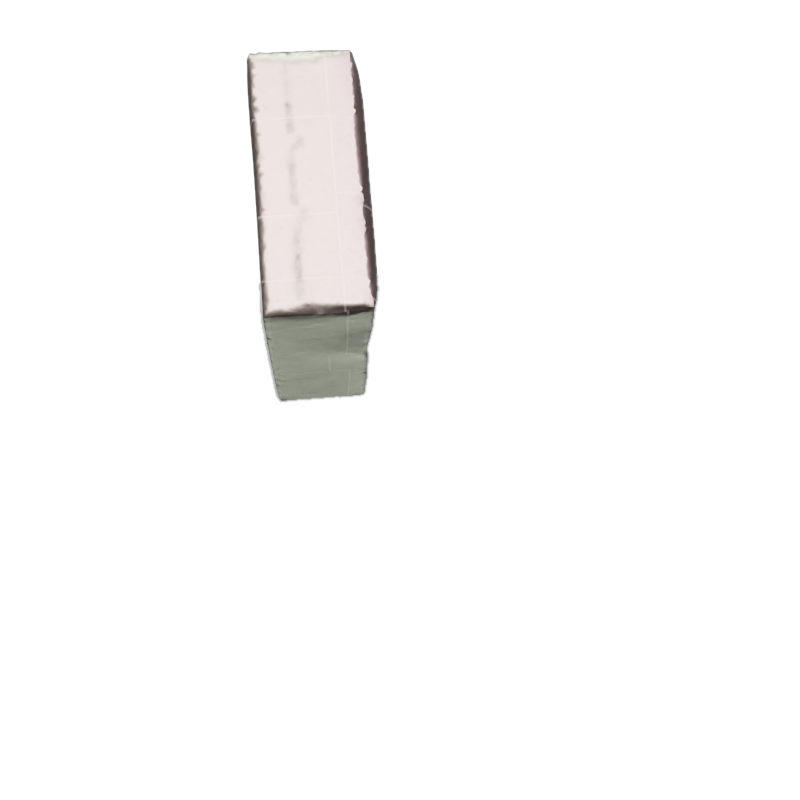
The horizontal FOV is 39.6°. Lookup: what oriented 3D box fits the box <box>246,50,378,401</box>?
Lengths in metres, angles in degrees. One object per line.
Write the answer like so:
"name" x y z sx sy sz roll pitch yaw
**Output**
"box" -0.056 -0.103 0.719 0.071 0.172 0.206 -4 -16 -5
